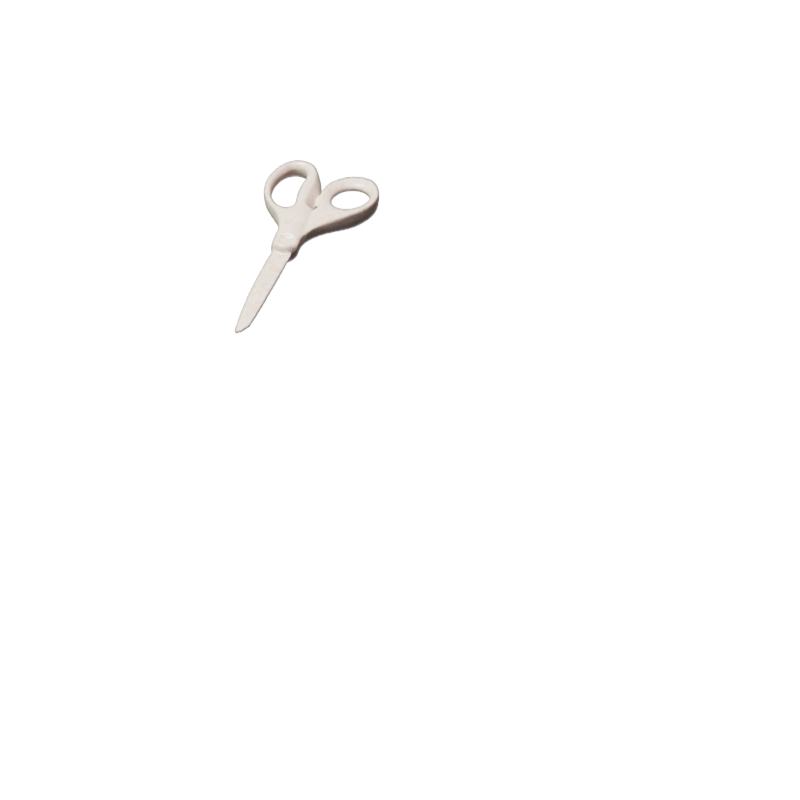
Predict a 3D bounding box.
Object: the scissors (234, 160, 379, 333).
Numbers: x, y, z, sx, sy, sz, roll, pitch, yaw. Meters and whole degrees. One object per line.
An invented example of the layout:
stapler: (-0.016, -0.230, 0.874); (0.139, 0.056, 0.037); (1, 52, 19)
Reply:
scissors: (-0.062, -0.113, 0.788); (0.096, 0.015, 0.216); (-1, 41, -1)
